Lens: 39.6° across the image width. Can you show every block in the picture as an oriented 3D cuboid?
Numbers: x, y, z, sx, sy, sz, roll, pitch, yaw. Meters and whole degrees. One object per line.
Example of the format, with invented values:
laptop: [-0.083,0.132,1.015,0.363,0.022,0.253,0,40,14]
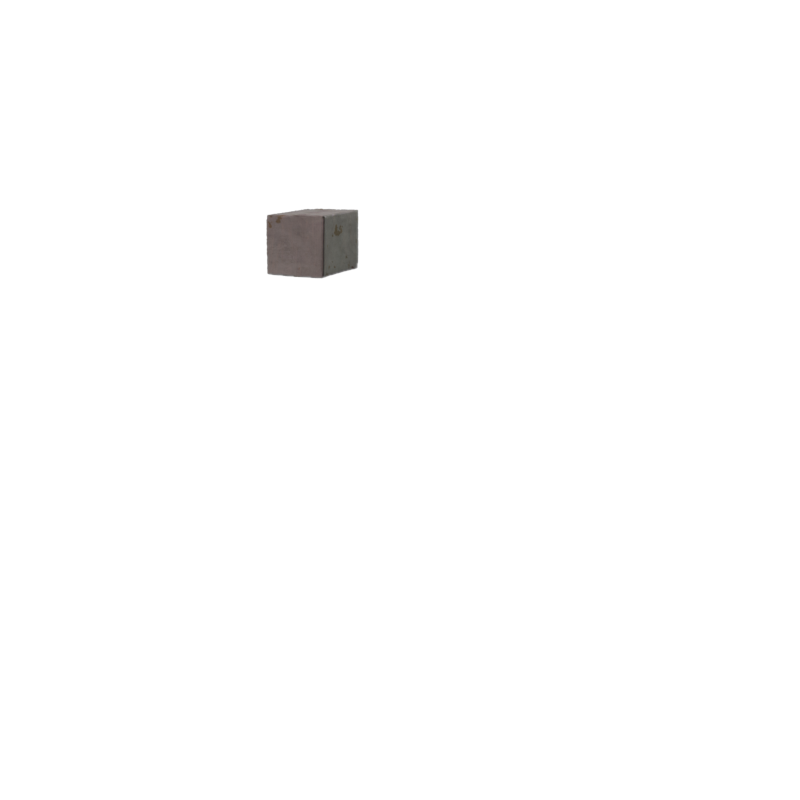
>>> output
block: [-0.073,-0.133,0.932,0.054,0.050,0.077,4,12,20]
